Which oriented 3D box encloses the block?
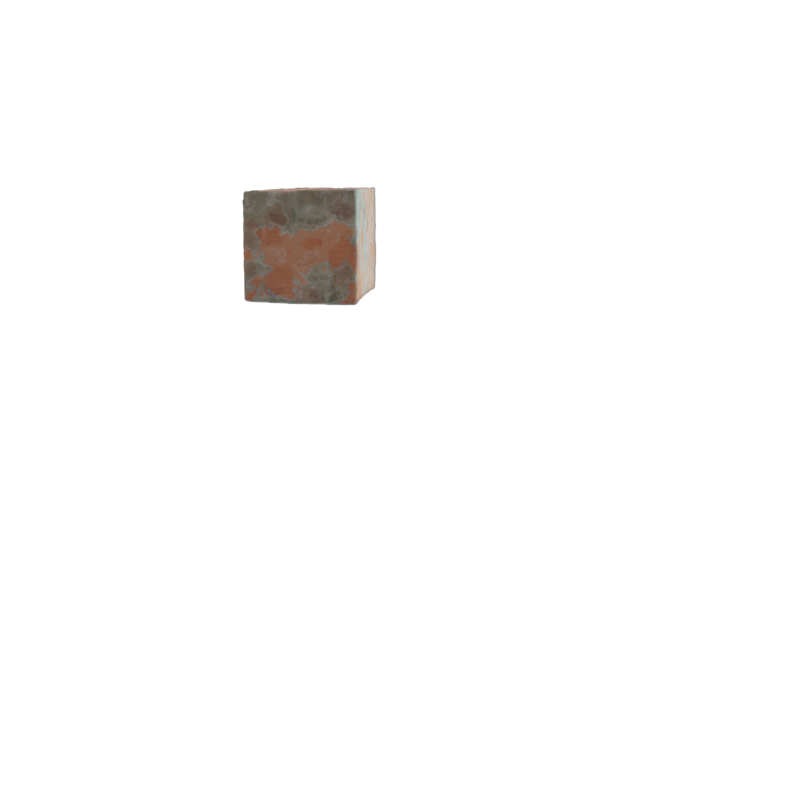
[{"bbox_3d":[-0.041,-0.075,0.524,0.053,0.050,0.078,1,9,6],"label":"block"}]
